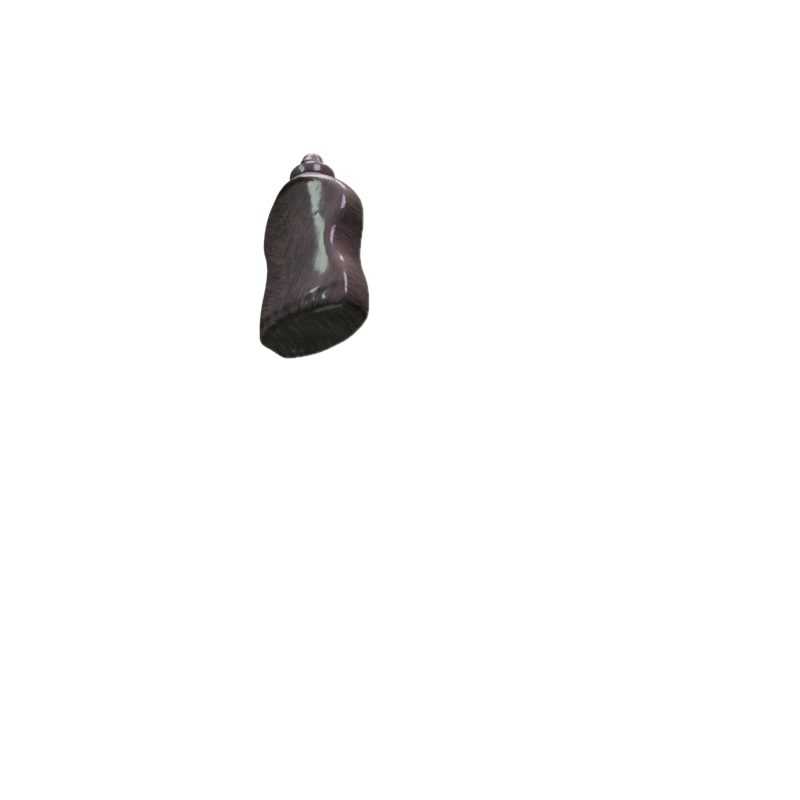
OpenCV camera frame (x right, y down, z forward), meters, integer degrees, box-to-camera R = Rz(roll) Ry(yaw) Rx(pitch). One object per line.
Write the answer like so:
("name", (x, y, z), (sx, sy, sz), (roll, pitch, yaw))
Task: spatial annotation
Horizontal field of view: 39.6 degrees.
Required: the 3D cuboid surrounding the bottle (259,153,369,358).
("bottle", (-0.074, -0.135, 0.947), (0.096, 0.205, 0.054), (-28, -43, 31))
